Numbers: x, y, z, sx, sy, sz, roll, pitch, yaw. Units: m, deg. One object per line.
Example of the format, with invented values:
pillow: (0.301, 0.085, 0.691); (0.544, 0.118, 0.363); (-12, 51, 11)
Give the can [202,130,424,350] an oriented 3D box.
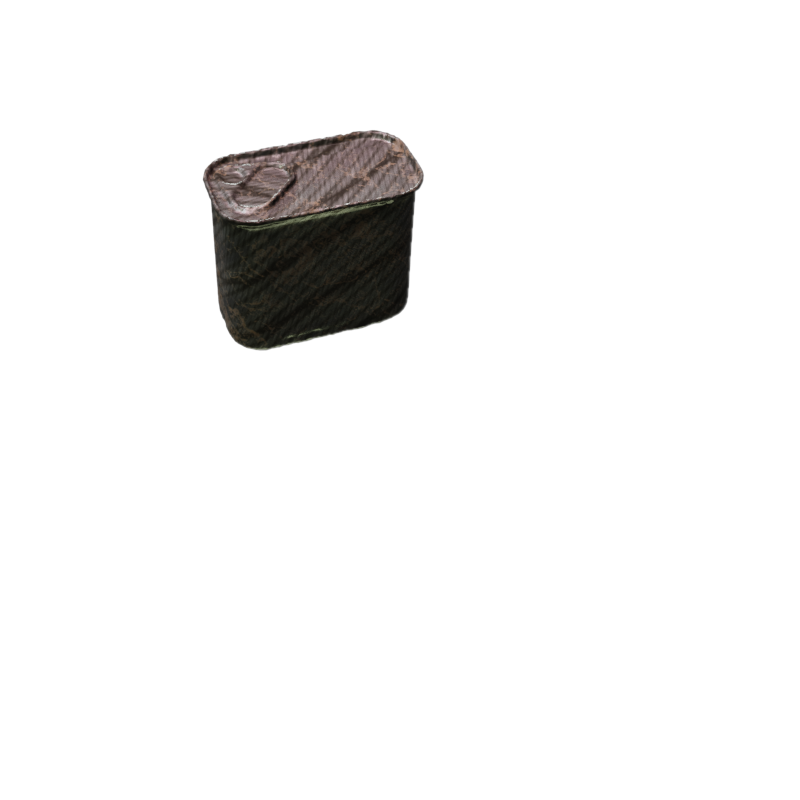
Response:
can: (-0.043, -0.078, 0.550); (0.101, 0.078, 0.062); (-13, 45, -15)
